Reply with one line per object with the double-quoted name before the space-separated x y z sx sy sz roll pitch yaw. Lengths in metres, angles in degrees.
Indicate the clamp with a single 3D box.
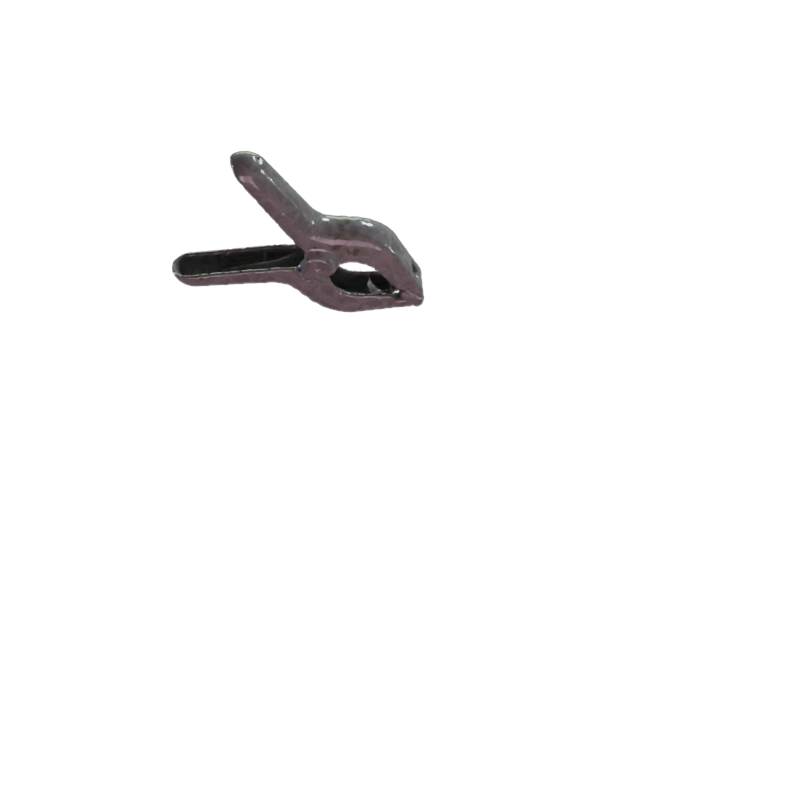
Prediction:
"clamp" -0.058 -0.105 0.739 0.167 0.042 0.115 9 -35 -14
